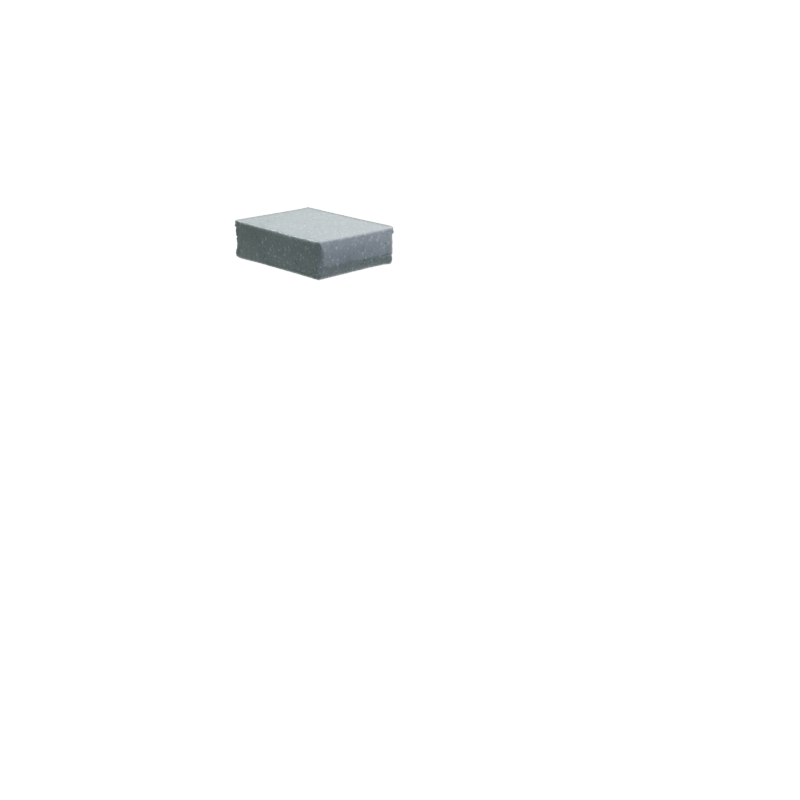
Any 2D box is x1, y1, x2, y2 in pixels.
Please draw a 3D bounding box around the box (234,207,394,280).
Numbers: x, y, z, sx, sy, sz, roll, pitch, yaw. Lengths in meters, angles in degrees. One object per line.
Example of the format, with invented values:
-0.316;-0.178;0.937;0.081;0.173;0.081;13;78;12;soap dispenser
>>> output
-0.076;-0.139;0.973;0.120;0.038;0.088;17;24;42;box
